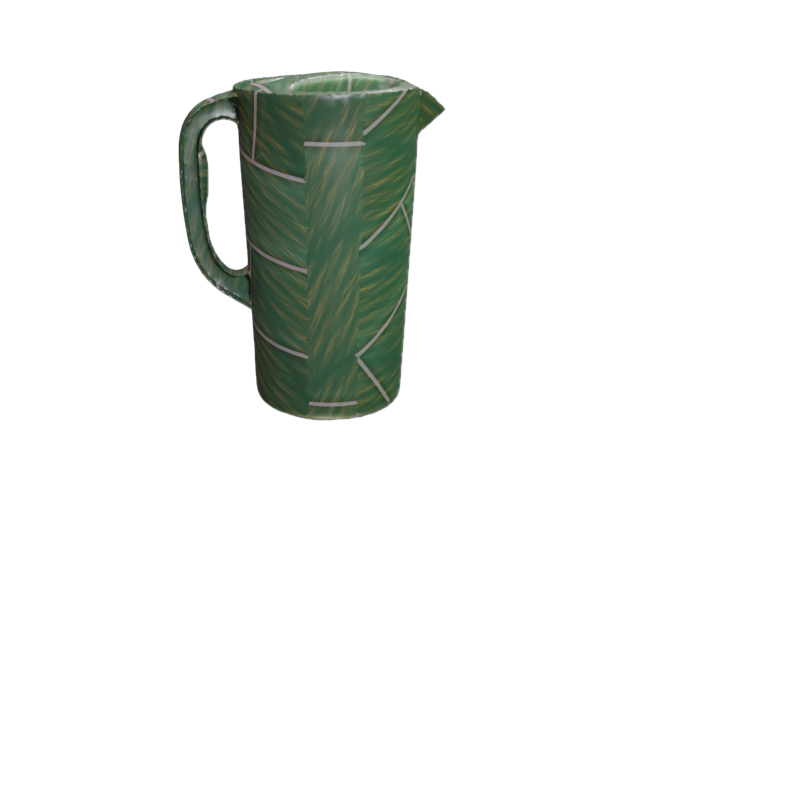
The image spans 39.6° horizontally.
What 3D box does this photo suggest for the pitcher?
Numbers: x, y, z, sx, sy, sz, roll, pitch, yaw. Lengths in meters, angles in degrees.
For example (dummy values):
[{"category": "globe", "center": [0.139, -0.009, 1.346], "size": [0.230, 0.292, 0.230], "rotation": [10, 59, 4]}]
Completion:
[{"category": "pitcher", "center": [-0.063, -0.115, 0.803], "size": [0.156, 0.235, 0.143], "rotation": [12, 19, 32]}]
